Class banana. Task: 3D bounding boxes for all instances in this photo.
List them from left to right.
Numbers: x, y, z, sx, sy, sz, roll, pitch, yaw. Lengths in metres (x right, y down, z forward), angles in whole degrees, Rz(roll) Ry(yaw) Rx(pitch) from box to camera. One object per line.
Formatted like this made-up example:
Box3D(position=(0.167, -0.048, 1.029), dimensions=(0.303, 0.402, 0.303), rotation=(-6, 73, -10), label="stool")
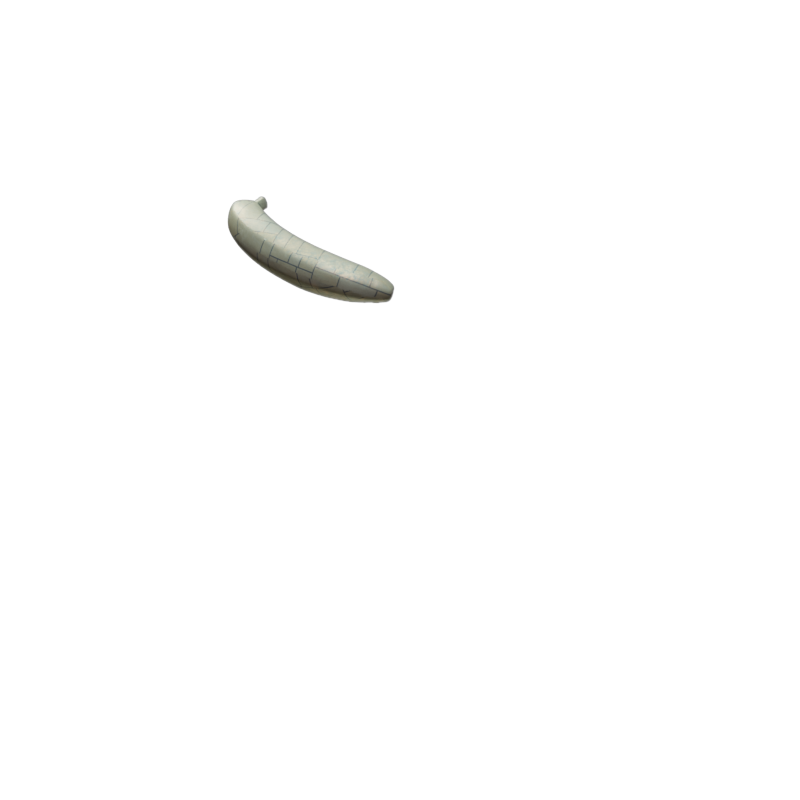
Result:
Box3D(position=(-0.090, -0.128, 0.924), dimensions=(0.069, 0.034, 0.213), rotation=(-23, 43, -28), label="banana")
